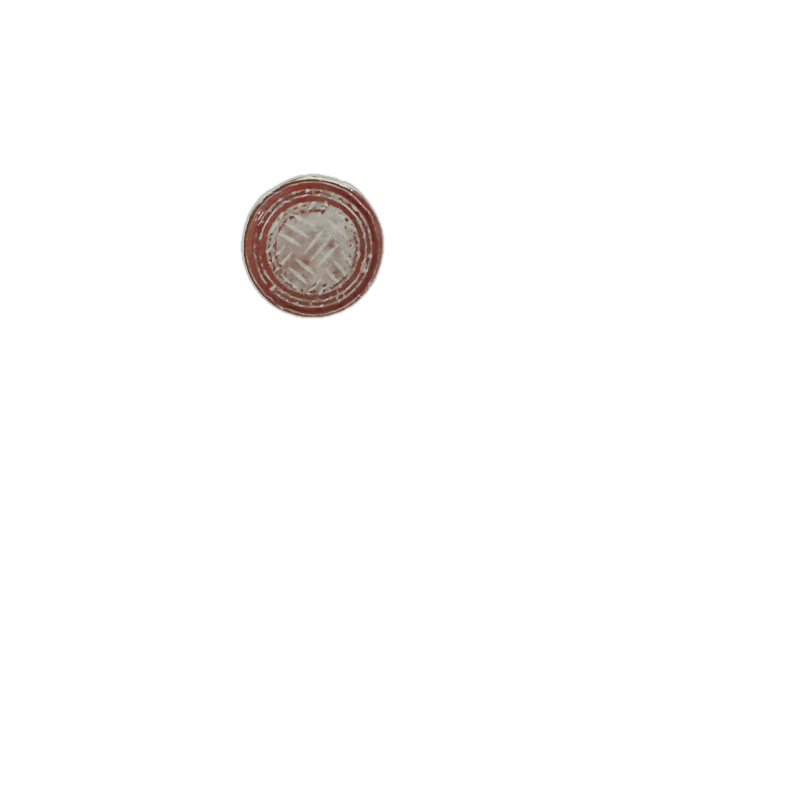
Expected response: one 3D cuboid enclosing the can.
[{"bbox_3d":[-0.044,-0.081,0.566,0.068,0.068,0.104,0,9,-3],"label":"can"}]
